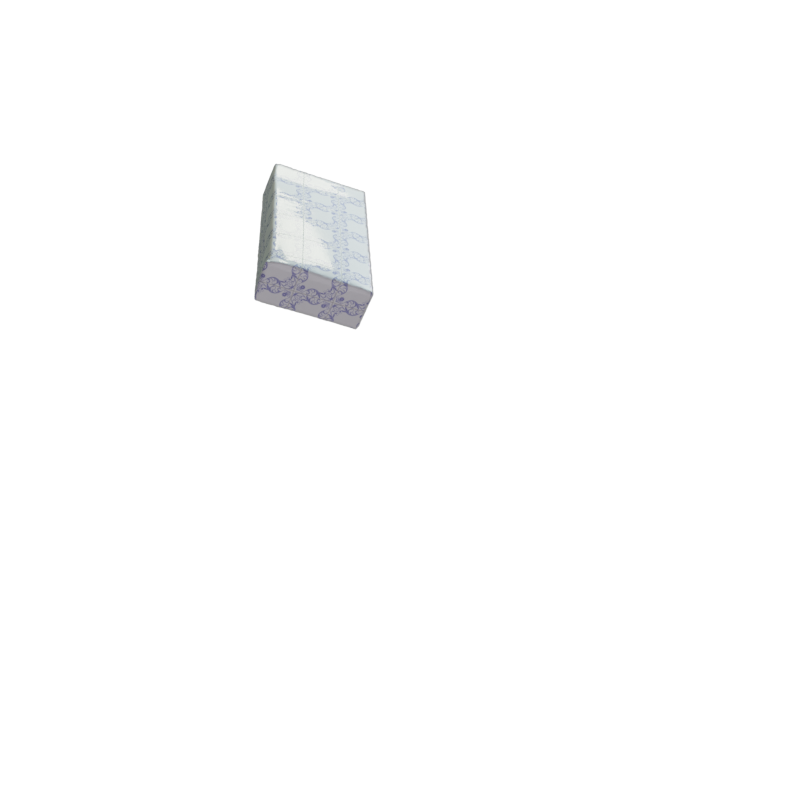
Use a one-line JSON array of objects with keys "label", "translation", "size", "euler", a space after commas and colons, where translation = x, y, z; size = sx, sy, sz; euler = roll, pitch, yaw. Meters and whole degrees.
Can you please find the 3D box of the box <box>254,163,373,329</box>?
[{"label": "box", "translation": [-0.076, -0.138, 0.971], "size": [0.091, 0.046, 0.188], "euler": [15, 32, -13]}]
